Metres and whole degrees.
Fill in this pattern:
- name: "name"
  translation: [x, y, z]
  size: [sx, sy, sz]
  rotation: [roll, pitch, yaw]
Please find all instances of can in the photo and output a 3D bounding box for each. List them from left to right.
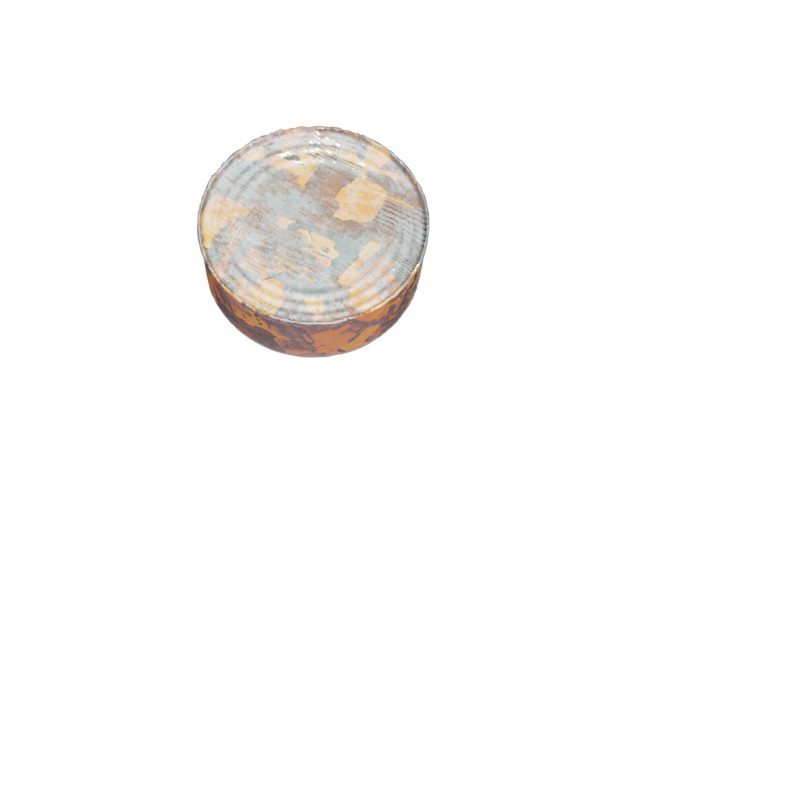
- name: "can"
  translation: [-0.033, -0.060, 0.422]
  size: [0.086, 0.091, 0.032]
  rotation: [-1, -28, -1]
